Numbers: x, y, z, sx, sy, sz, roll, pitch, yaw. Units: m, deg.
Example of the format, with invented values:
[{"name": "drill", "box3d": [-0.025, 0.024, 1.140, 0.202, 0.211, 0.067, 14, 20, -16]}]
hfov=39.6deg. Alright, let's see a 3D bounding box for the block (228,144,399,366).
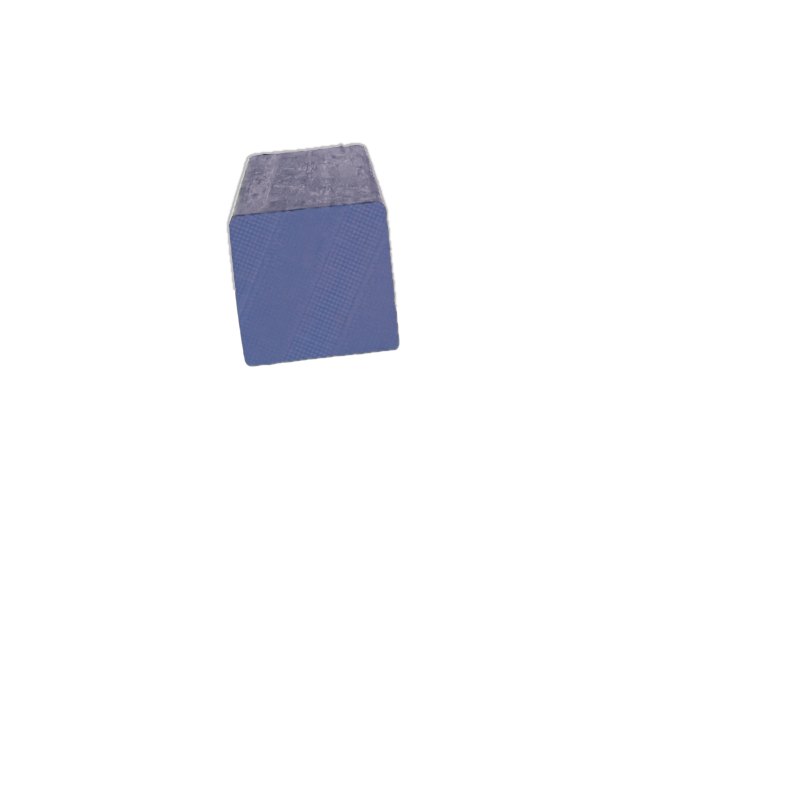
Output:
[{"name": "block", "box3d": [-0.057, -0.103, 0.718, 0.091, 0.086, 0.215, -6, 20, -1]}]
